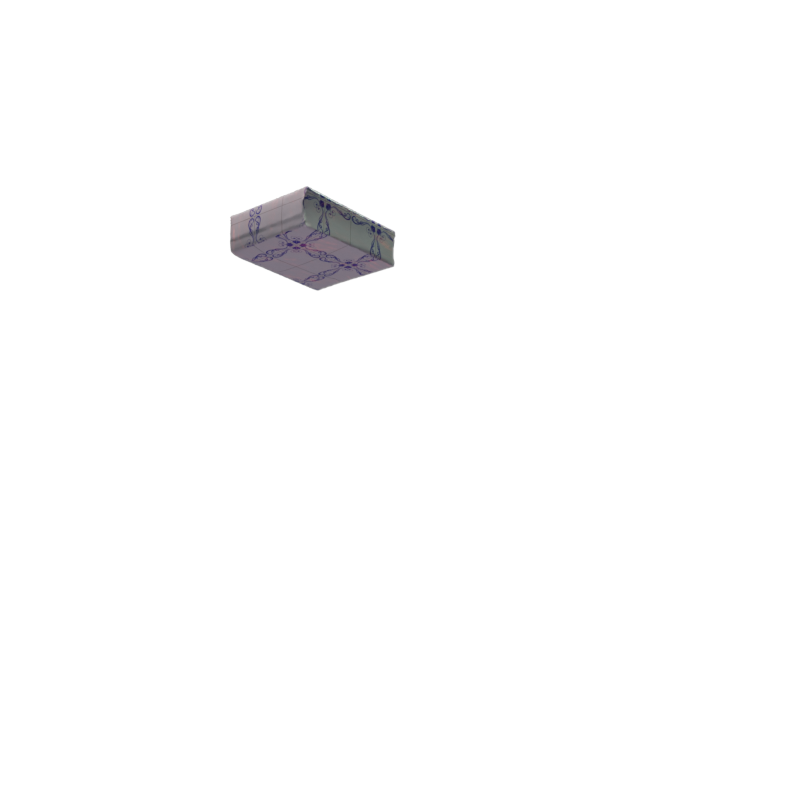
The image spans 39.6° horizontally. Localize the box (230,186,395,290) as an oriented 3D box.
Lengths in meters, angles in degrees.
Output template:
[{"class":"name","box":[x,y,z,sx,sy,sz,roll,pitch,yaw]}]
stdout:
[{"class":"box","box":[-0.073,-0.132,0.926,0.091,0.041,0.107,-15,-22,39]}]
